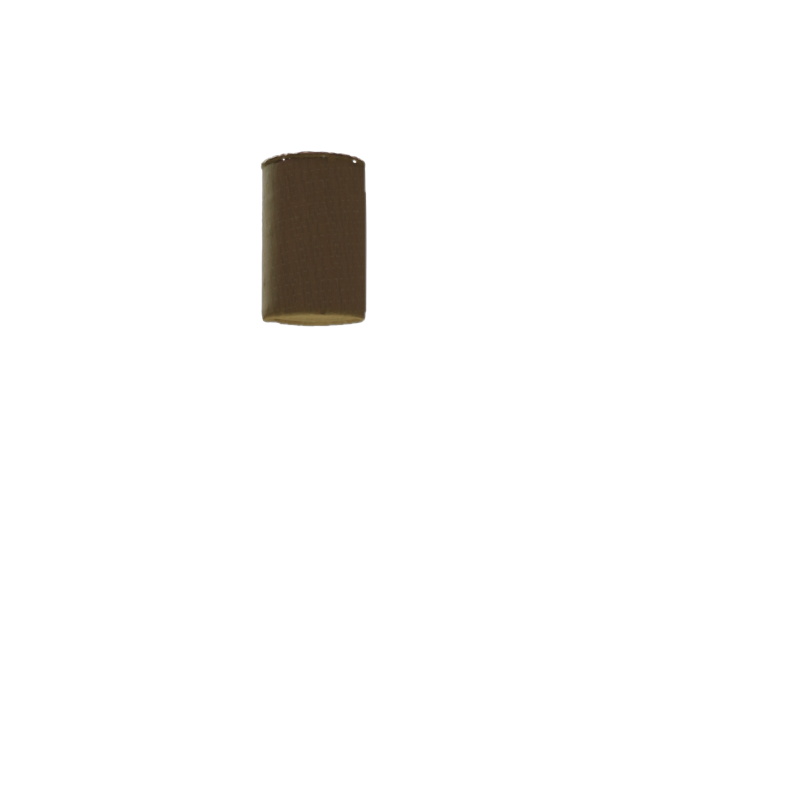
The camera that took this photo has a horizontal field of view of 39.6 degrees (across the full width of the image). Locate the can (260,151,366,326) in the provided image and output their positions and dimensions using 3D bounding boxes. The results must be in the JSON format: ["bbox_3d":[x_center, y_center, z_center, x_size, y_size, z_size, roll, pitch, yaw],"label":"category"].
[{"bbox_3d":[-0.055,-0.101,0.708,0.068,0.104,0.067,0,-8,-2],"label":"can"}]
